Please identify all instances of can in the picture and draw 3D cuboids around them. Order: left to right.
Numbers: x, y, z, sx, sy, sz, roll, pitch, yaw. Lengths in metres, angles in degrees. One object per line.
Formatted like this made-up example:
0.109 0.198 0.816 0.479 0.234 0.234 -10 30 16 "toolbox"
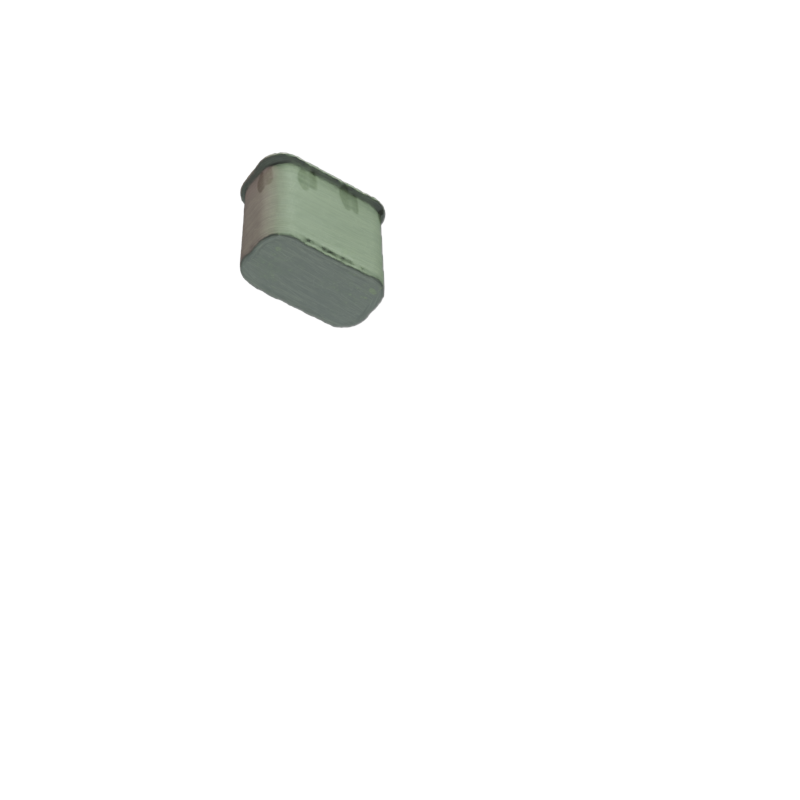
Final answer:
-0.059 -0.107 0.749 0.097 0.090 0.056 25 -51 -24 "can"
